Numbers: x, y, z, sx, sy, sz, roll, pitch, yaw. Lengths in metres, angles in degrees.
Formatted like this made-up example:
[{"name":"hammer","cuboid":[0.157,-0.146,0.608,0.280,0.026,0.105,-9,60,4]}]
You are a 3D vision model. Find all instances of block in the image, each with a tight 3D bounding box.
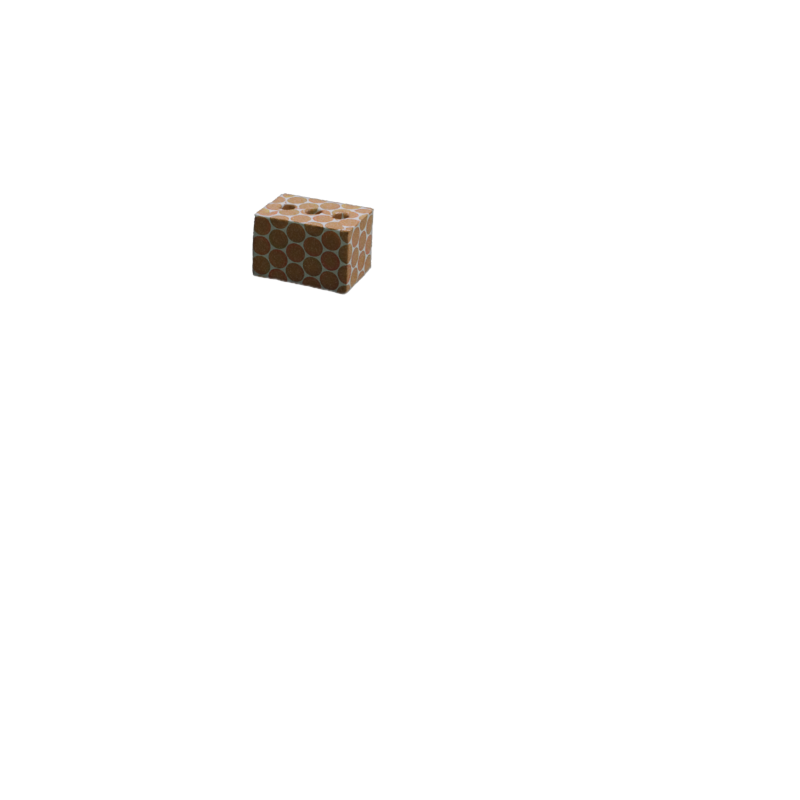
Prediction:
[{"name":"block","cuboid":[-0.065,-0.118,0.827,0.081,0.048,0.054,12,30,20]}]
